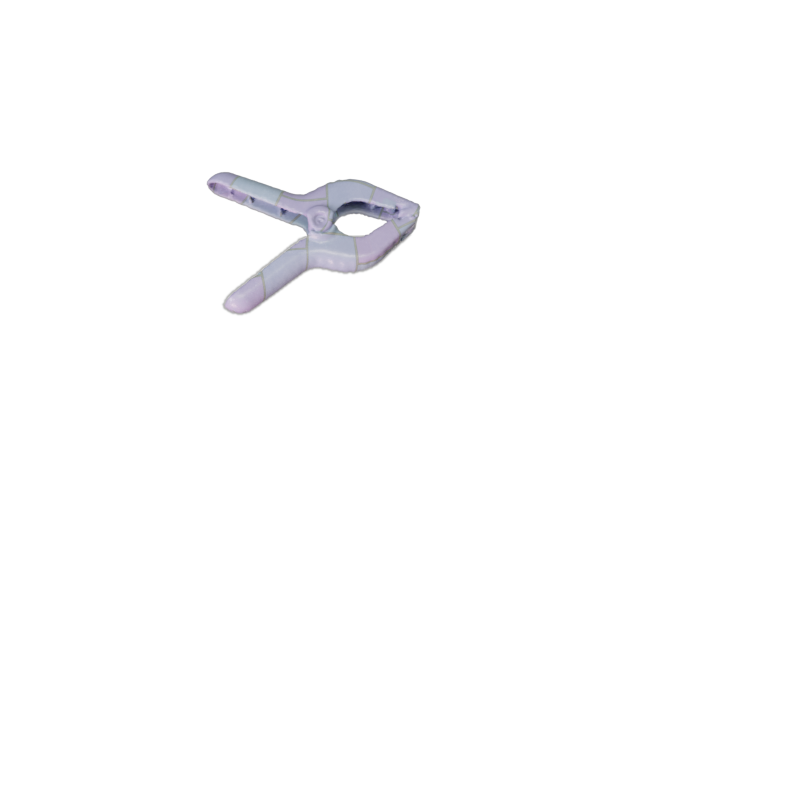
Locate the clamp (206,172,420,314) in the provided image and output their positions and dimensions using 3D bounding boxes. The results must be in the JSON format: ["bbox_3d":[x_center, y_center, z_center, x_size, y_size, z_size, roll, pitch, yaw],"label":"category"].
[{"bbox_3d":[-0.069,-0.126,0.881,0.171,0.125,0.038,-1,-17,-1],"label":"clamp"}]
